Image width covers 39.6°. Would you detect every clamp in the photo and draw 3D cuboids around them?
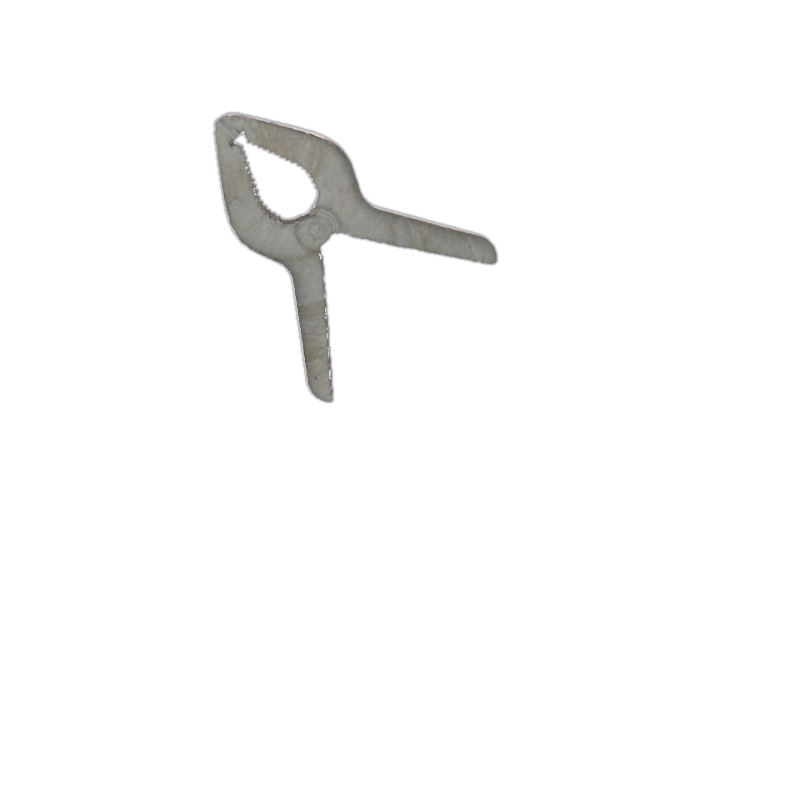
[{"bbox_3d":[-0.060,-0.110,0.773,0.207,0.163,0.037,42,7,-6],"label":"clamp"}]
